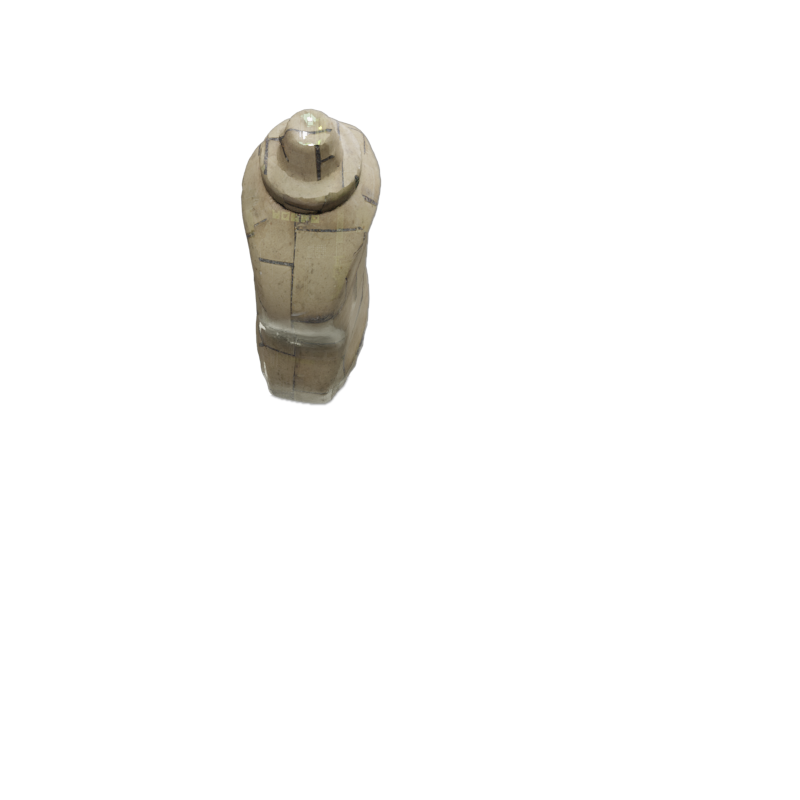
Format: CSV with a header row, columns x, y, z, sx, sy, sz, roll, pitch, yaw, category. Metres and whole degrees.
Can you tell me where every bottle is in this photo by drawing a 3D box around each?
x,y,z,sx,sy,sz,roll,pitch,yaw,category
-0.040,-0.072,0.504,0.059,0.101,0.182,10,-21,0,bottle
